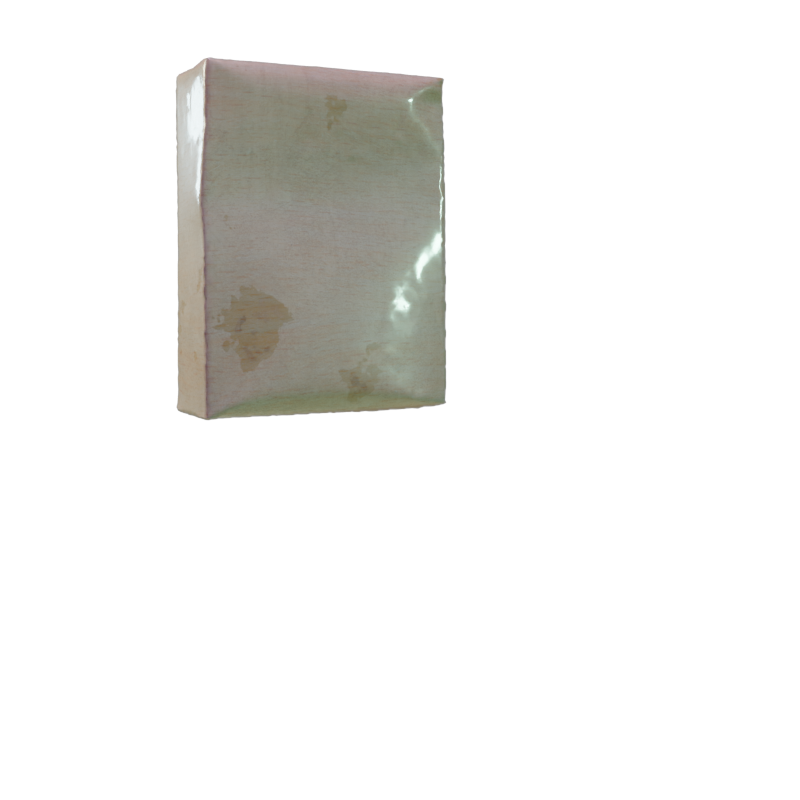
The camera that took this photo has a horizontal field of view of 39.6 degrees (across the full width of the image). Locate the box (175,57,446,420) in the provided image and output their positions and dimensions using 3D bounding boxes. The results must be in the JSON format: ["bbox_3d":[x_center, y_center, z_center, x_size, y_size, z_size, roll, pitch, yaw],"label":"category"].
[{"bbox_3d":[-0.055,-0.100,0.698,0.159,0.215,0.074,0,-1,-24],"label":"box"}]
